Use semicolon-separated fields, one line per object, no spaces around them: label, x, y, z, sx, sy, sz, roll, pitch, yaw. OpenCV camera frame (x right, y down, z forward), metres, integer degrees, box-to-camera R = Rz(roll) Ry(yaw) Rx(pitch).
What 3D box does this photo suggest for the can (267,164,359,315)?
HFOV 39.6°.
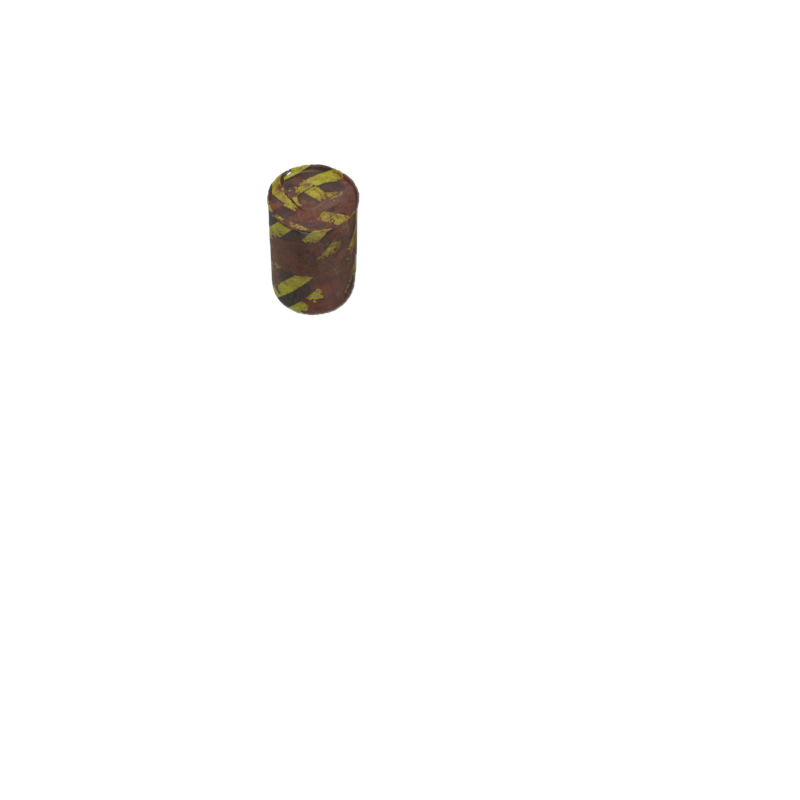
can;-0.067;-0.121;0.850;0.068;0.073;0.095;0;-36;-3
